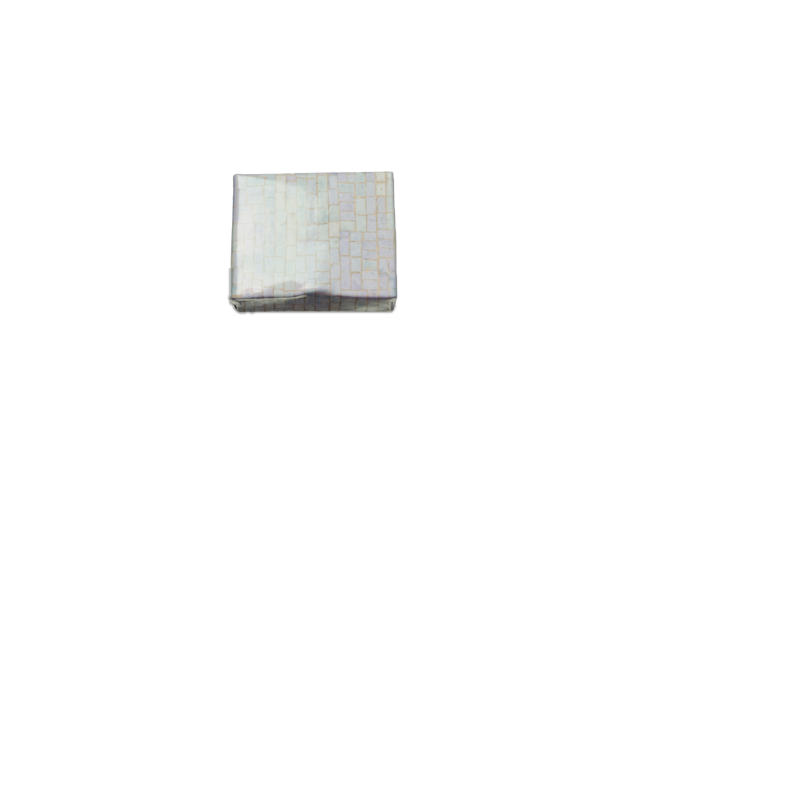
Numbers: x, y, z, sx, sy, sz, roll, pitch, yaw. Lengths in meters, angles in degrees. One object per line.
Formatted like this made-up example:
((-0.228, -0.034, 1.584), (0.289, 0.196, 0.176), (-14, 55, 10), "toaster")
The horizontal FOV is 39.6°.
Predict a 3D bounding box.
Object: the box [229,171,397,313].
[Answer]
((-0.047, -0.086, 0.601), (0.089, 0.077, 0.029), (0, -19, -1), "box")
